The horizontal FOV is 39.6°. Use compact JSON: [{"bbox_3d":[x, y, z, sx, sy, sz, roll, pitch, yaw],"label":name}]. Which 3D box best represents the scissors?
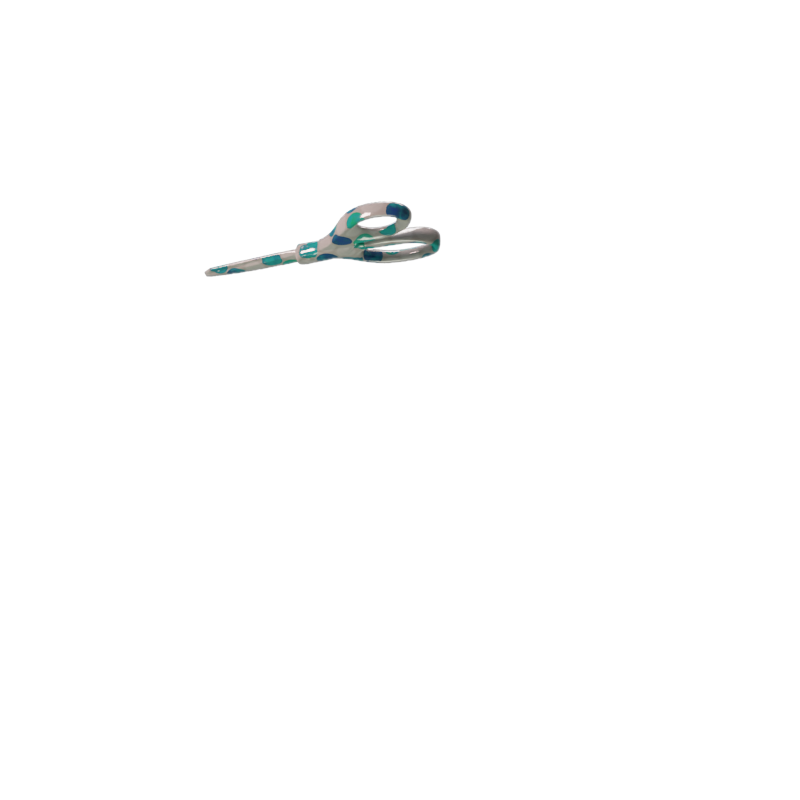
[{"bbox_3d":[-0.070,-0.127,0.891,0.203,0.017,0.090,-3,-21,8],"label":"scissors"}]
